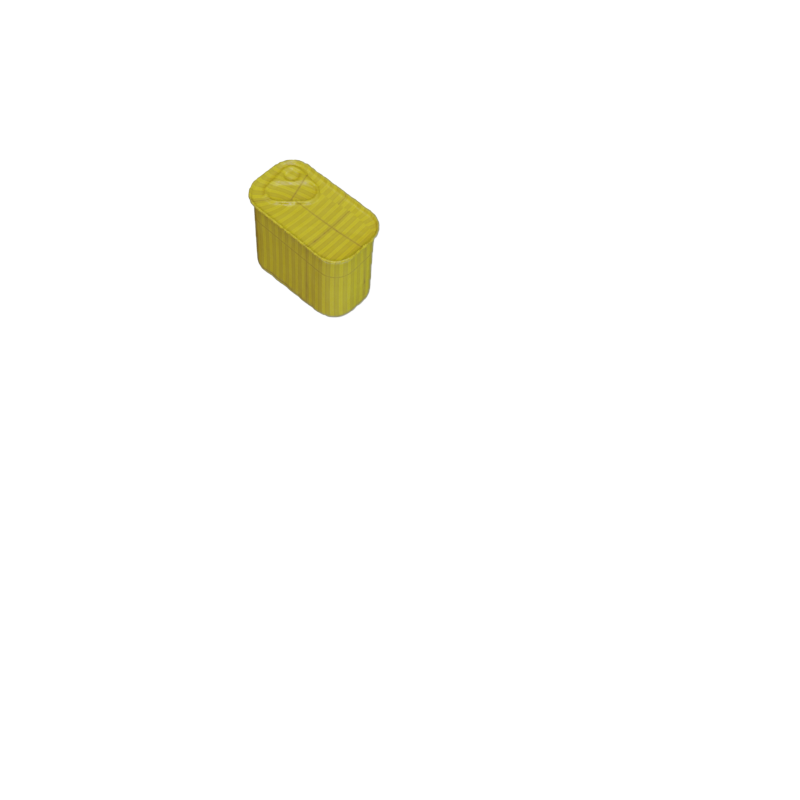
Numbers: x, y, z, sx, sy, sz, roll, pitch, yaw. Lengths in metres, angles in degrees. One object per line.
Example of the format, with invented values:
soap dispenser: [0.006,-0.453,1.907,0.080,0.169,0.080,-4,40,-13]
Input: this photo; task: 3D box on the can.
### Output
can: [-0.067,-0.122,0.852,0.107,0.058,0.078,39,-26,21]
